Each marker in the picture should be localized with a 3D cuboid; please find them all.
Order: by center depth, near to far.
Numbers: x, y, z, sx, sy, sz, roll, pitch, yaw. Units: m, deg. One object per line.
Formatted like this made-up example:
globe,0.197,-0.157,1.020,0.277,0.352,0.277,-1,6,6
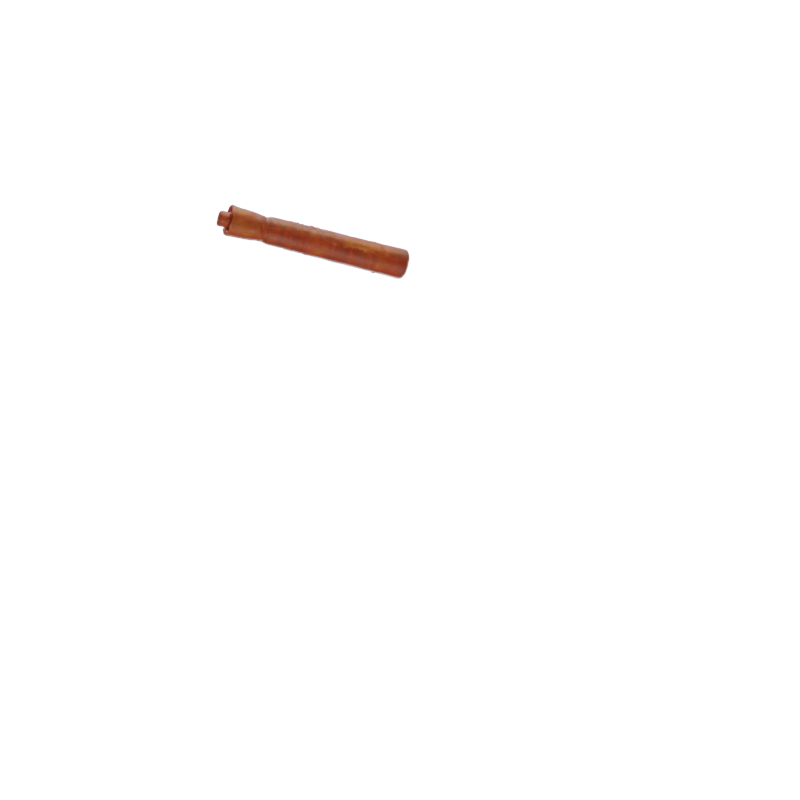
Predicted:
marker,-0.053,-0.097,0.676,0.117,0.020,0.020,12,0,-17
